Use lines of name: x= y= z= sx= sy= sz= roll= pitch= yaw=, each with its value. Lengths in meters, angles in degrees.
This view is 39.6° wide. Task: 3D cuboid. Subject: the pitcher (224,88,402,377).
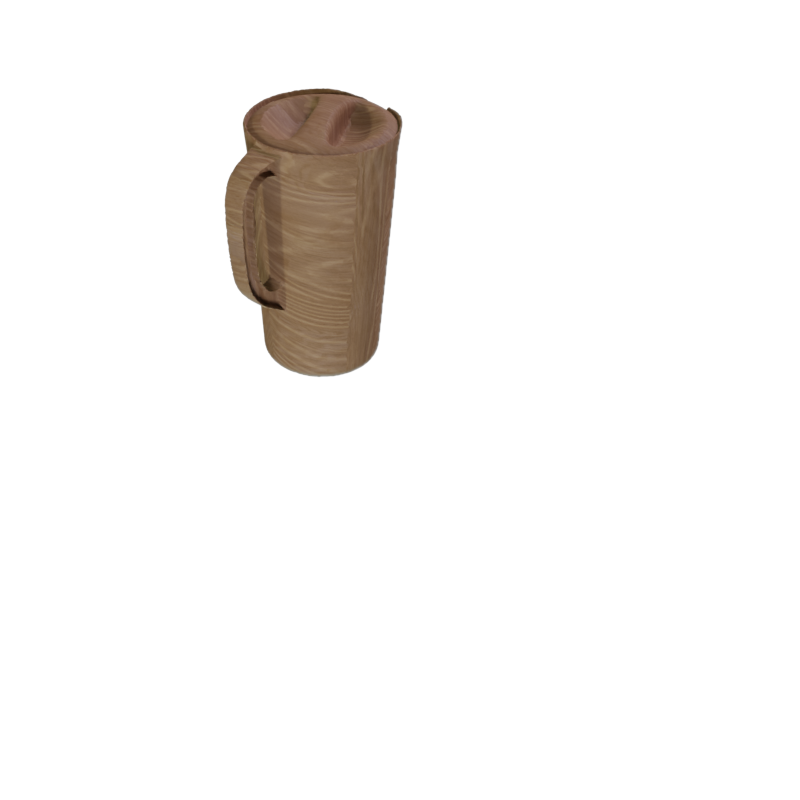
pitcher: x=-0.077 y=-0.140 z=0.978 sx=0.148 sy=0.228 sz=0.155 roll=-1 pitch=34 yaw=-5
